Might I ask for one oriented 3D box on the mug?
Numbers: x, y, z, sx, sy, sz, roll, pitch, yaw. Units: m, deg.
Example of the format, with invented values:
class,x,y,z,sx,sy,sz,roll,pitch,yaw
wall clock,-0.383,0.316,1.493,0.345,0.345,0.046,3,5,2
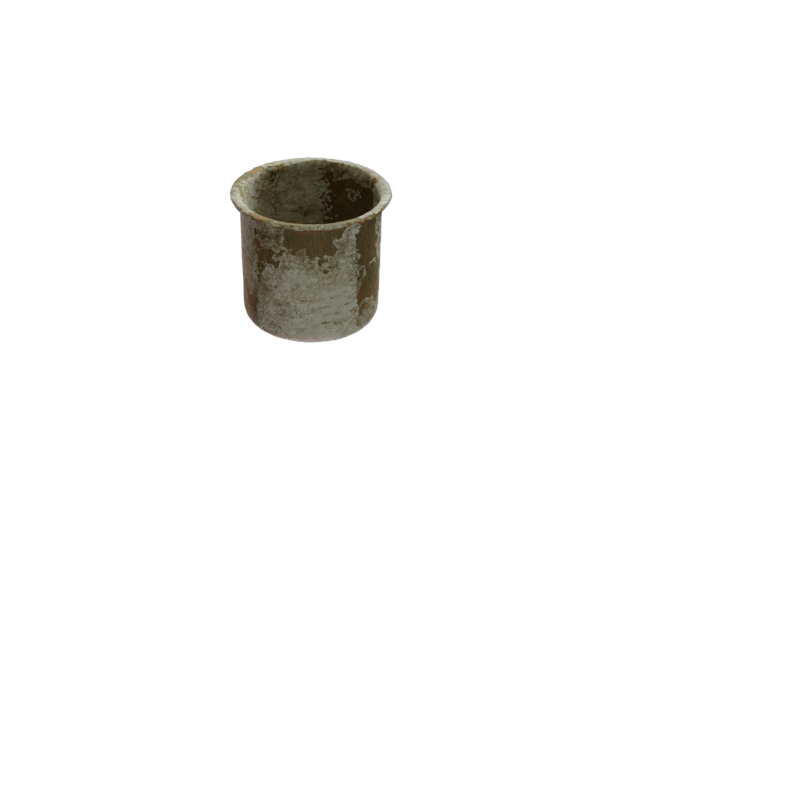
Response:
class,x,y,z,sx,sy,sz,roll,pitch,yaw
mug,-0.052,-0.095,0.665,0.094,0.077,0.124,3,33,3
